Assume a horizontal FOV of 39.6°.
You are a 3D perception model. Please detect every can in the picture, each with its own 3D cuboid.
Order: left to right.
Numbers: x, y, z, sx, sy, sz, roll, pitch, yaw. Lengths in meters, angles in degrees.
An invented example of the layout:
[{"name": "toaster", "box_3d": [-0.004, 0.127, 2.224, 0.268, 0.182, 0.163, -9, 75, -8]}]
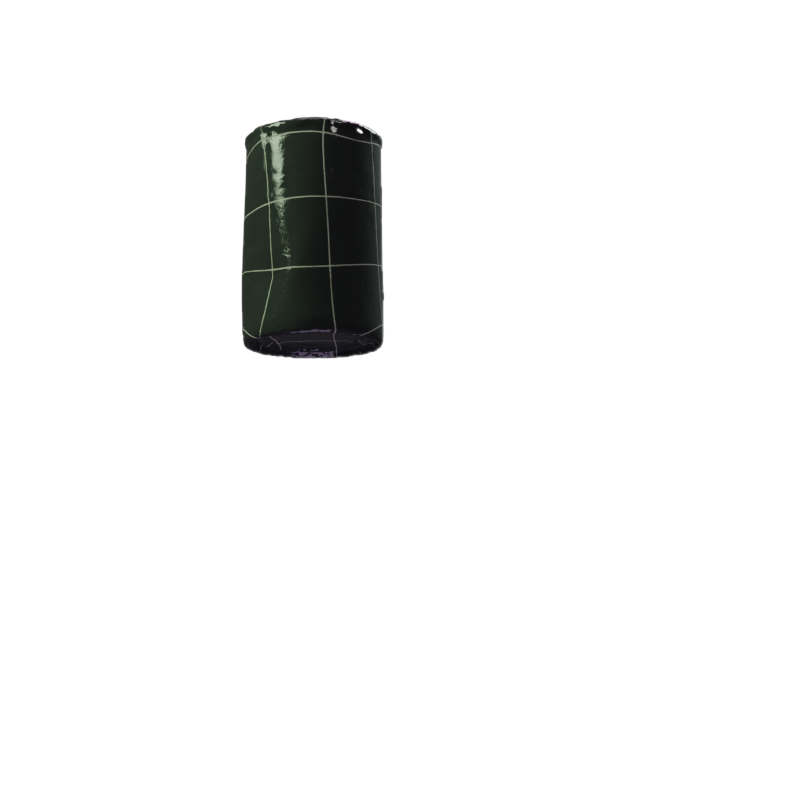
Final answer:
[{"name": "can", "box_3d": [-0.042, -0.076, 0.531, 0.068, 0.106, 0.066, 0, -14, -2]}]
